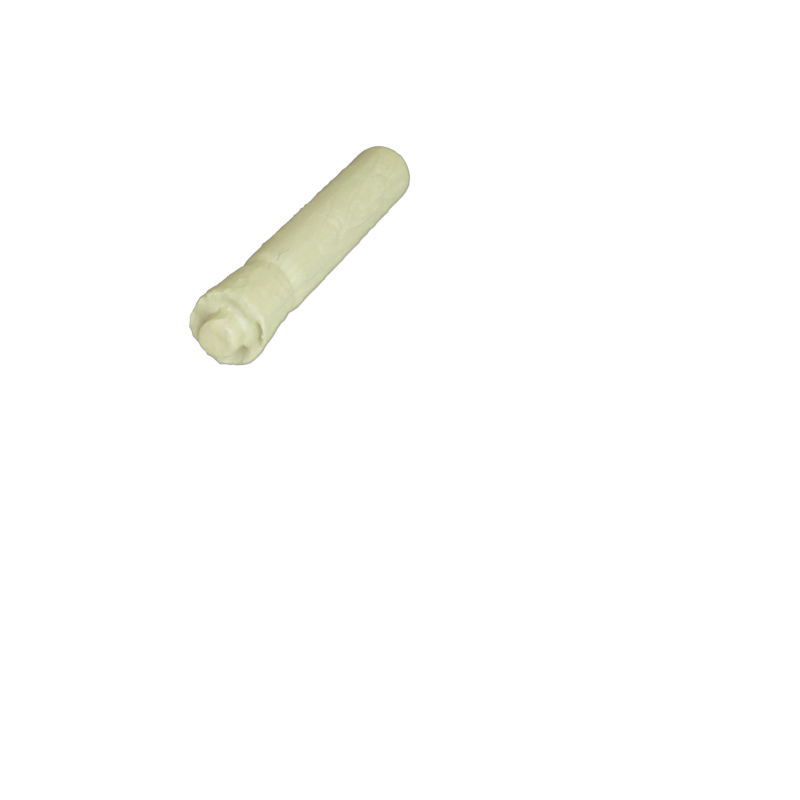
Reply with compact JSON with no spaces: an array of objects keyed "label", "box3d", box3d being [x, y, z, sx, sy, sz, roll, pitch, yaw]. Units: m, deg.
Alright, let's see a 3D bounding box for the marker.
[{"label":"marker","box3d":[-0.023,-0.042,0.294,0.020,0.019,0.124,1,28,18]}]
